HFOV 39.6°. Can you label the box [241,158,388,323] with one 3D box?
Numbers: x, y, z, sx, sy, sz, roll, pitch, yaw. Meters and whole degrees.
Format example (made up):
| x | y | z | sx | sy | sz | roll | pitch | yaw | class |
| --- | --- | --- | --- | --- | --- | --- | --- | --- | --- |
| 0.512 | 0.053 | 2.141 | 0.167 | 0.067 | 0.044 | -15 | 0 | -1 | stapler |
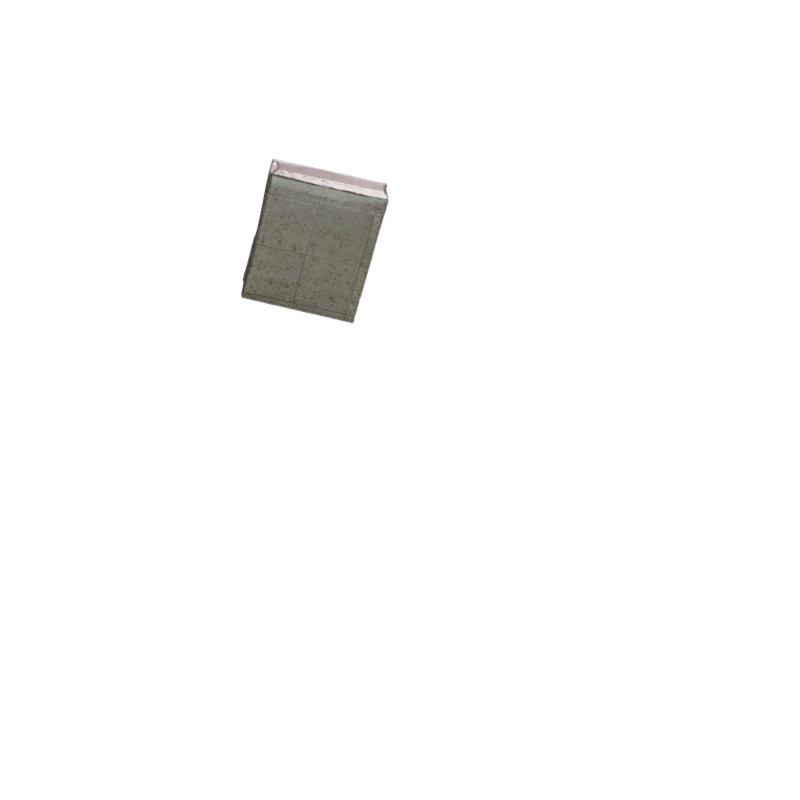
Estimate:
| x | y | z | sx | sy | sz | roll | pitch | yaw | class |
| --- | --- | --- | --- | --- | --- | --- | --- | --- | --- |
| -0.054 | -0.097 | 0.683 | 0.072 | 0.085 | 0.032 | 13 | 26 | -7 | box |
